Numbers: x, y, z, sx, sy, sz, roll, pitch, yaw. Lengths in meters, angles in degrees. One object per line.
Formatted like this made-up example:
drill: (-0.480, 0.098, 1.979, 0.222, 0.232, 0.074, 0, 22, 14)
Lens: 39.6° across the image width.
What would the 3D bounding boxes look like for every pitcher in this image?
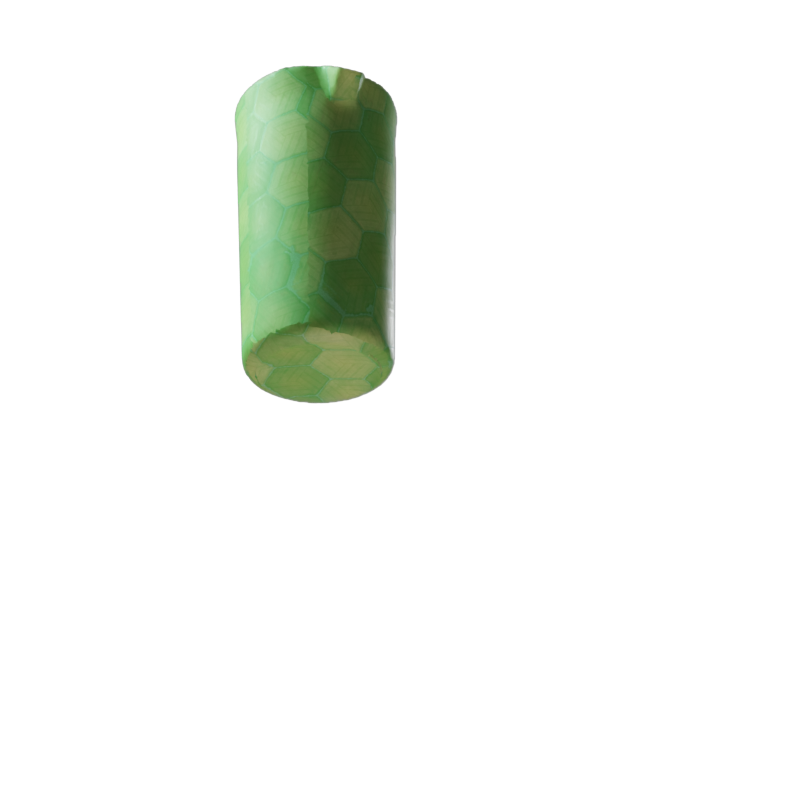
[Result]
pitcher: (-0.067, -0.121, 0.851, 0.147, 0.259, 0.138, -14, -34, 18)
